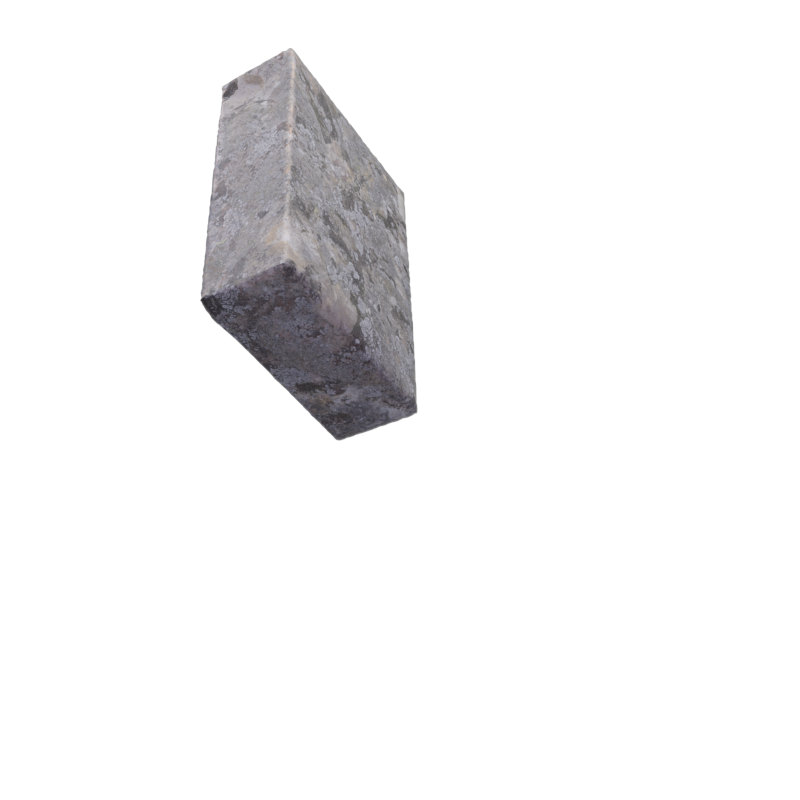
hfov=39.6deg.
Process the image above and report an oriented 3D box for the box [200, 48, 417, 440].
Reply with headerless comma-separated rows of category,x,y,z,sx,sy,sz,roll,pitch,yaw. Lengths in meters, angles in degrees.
box,-0.059,-0.107,0.753,0.072,0.230,0.152,-23,-45,21
